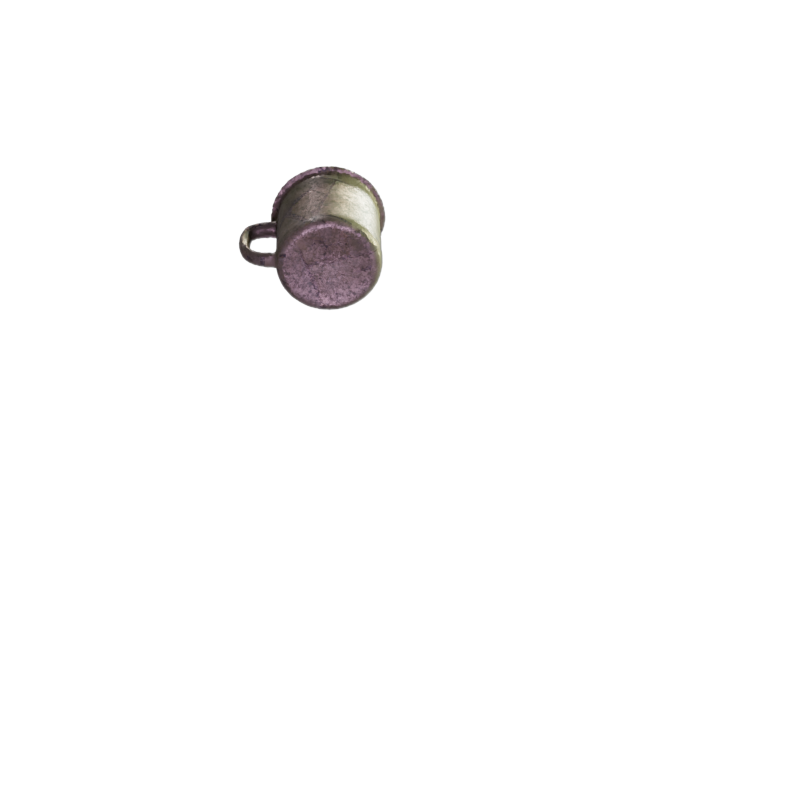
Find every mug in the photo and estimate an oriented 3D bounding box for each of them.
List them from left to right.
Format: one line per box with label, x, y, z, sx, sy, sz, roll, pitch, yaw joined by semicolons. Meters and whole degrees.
mug;-0.068;-0.124;0.869;0.117;0.087;0.087;-1;33;-1
